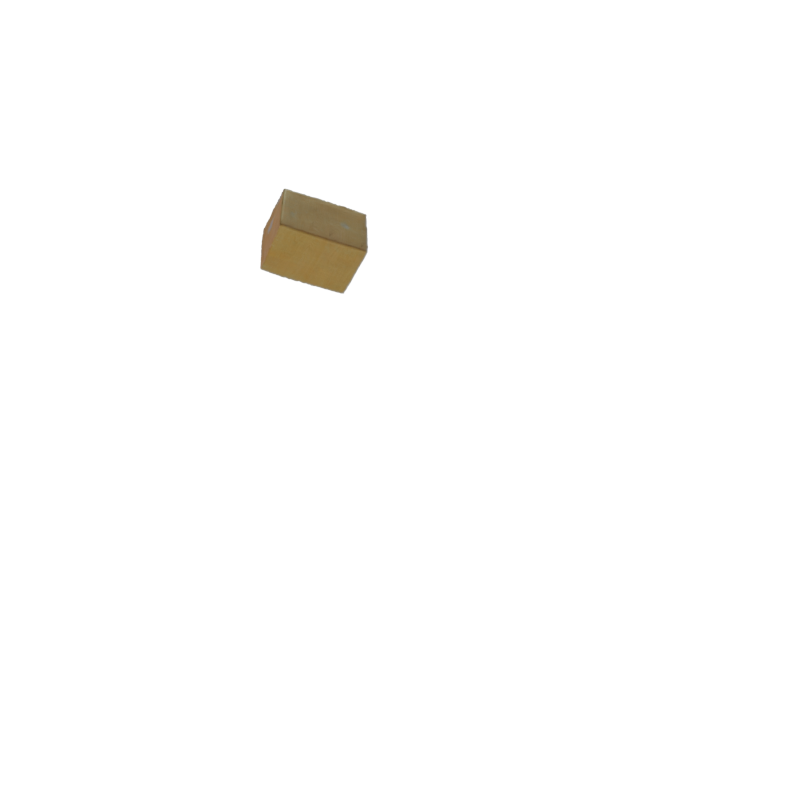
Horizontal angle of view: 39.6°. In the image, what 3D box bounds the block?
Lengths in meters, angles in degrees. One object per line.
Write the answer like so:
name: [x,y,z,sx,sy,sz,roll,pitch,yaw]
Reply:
block: [-0.072,-0.132,0.925,0.076,0.055,0.051,16,-49,-16]
